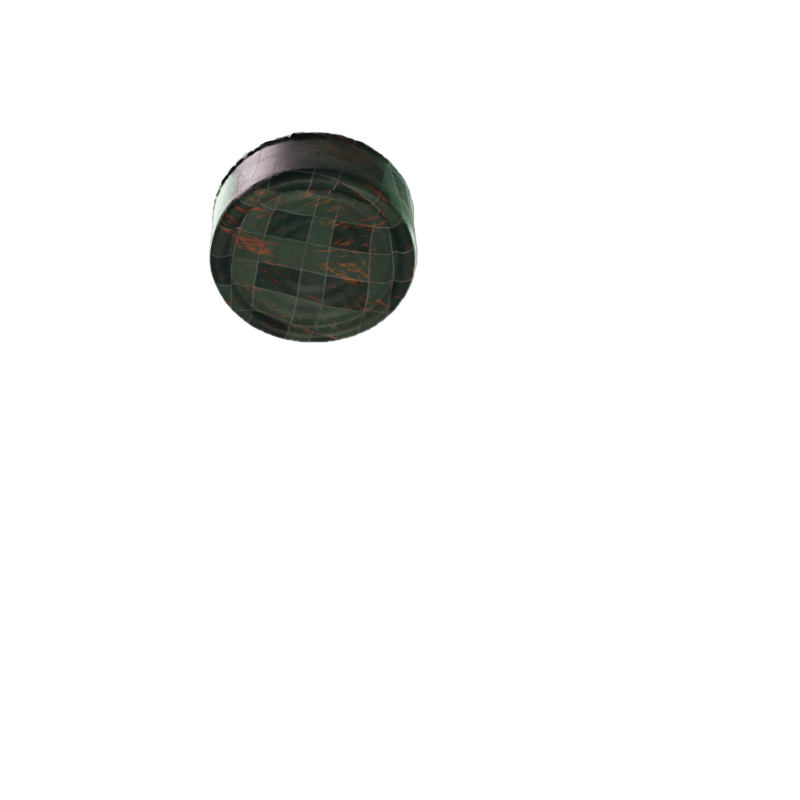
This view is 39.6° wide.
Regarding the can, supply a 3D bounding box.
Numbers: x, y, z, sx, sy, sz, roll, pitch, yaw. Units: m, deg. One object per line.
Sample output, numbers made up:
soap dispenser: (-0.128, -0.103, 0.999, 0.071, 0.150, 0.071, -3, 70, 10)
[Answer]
can: (-0.036, -0.065, 0.458, 0.086, 0.080, 0.036, 1, 38, -1)
